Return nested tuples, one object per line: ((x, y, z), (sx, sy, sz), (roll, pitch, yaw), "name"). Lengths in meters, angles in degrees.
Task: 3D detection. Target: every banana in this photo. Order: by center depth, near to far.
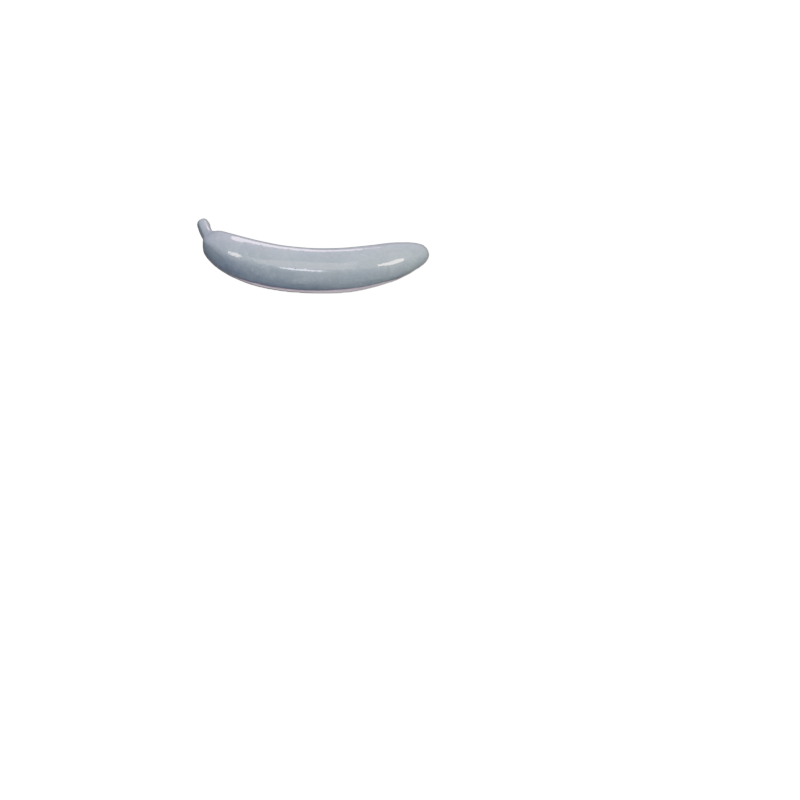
((-0.078, -0.116, 0.901), (0.200, 0.074, 0.034), (9, -38, 7), "banana")
